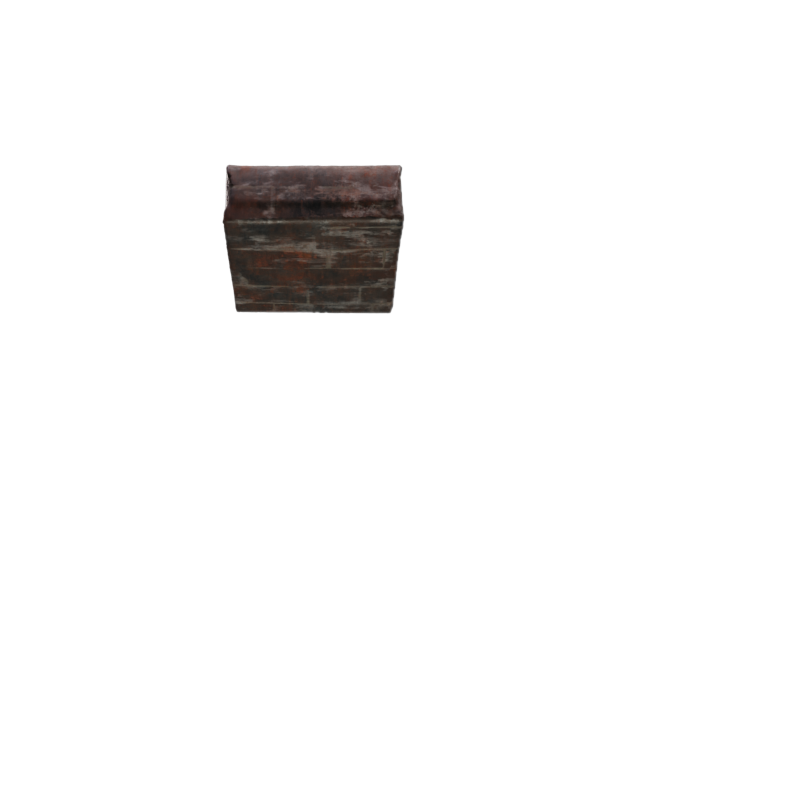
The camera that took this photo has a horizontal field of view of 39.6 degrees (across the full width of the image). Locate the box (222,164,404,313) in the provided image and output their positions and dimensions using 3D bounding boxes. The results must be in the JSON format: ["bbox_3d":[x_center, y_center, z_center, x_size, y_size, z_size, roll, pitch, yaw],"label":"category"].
[{"bbox_3d":[-0.038,-0.069,0.483,0.073,0.032,0.084,1,-24,-2],"label":"box"}]
